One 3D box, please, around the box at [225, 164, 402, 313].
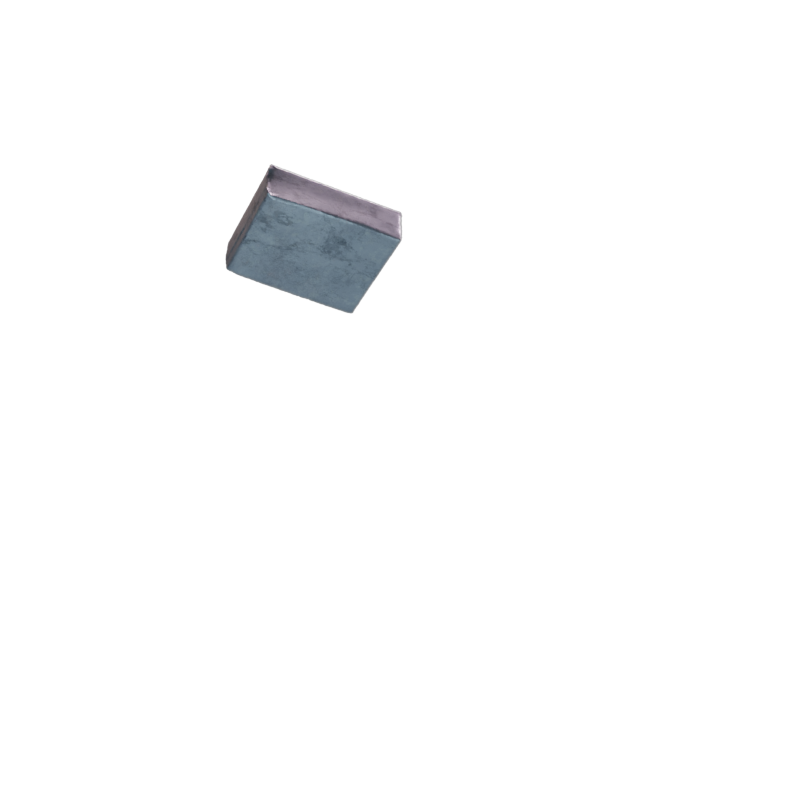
[{"bbox_3d":[-0.067,-0.122,0.853,0.110,0.042,0.086,18,-47,-18],"label":"box"}]
